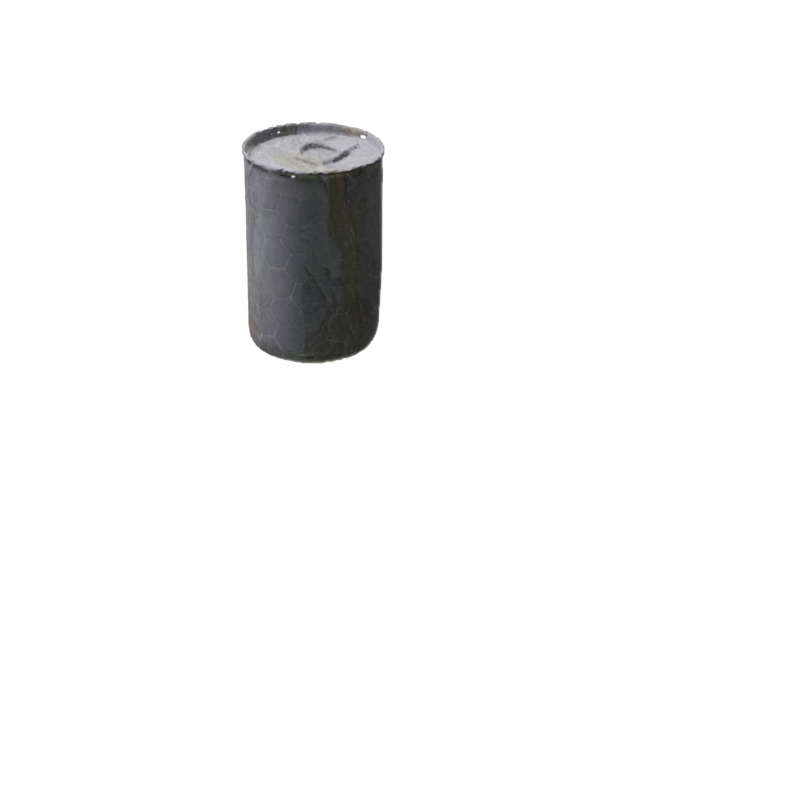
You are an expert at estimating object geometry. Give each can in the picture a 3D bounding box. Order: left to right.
[{"bbox_3d":[-0.043,-0.078,0.548,0.068,0.096,0.073,0,29,-2],"label":"can"}]
